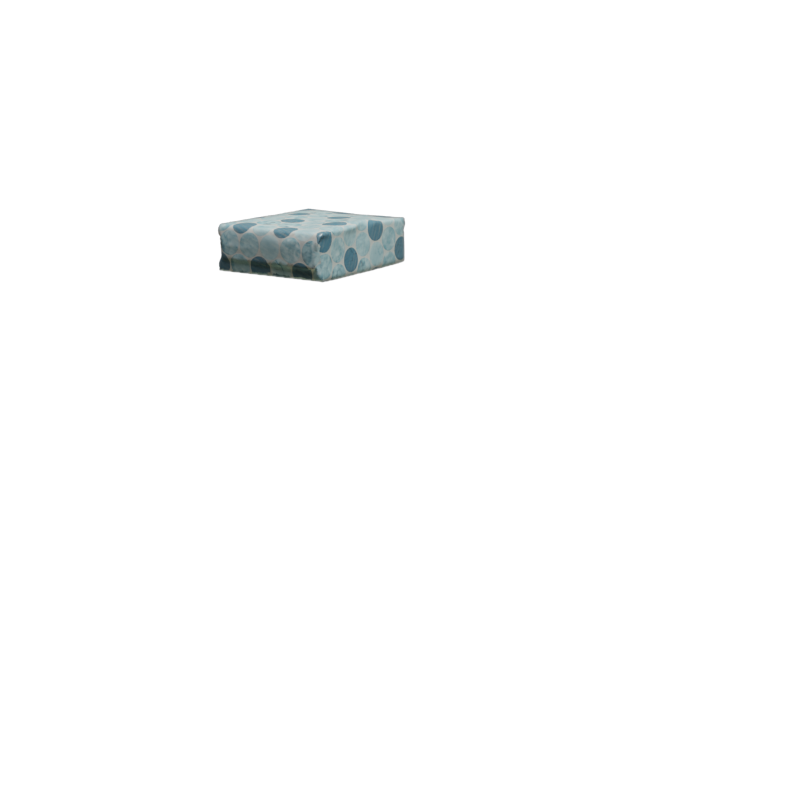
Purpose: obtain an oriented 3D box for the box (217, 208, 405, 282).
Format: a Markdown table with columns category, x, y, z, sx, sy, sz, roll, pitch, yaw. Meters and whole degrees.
| category | x | y | z | sx | sy | sz | roll | pitch | yaw |
| --- | --- | --- | --- | --- | --- | --- | --- | --- | --- |
| box | -0.051 | -0.092 | 0.645 | 0.076 | 0.029 | 0.088 | 10 | 18 | 33 |
